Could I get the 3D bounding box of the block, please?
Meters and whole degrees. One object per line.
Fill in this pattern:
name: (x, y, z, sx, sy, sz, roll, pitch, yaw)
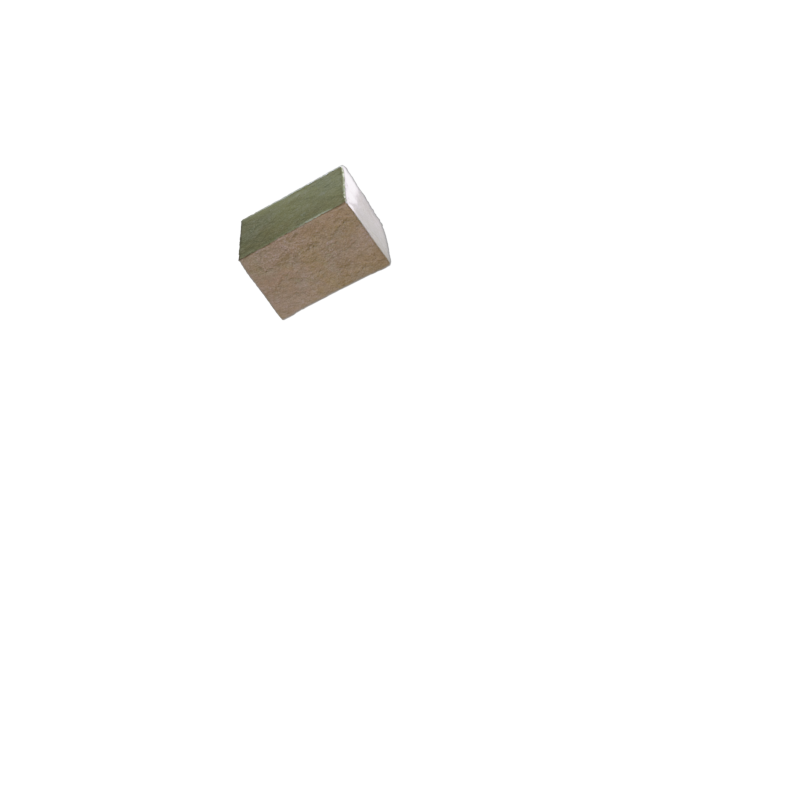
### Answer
block: (-0.053, -0.096, 0.676, 0.078, 0.049, 0.055, -26, 32, 15)
